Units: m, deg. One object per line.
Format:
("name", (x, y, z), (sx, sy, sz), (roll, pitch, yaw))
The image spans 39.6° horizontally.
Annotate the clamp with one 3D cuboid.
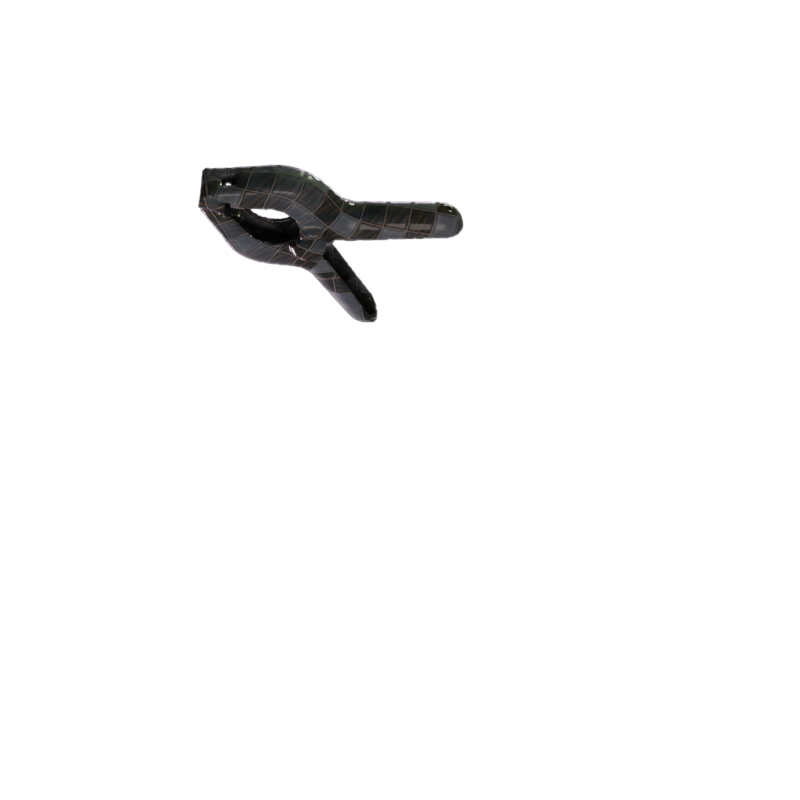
("clamp", (-0.058, -0.106, 0.739), (0.167, 0.042, 0.115), (16, -48, -15))
